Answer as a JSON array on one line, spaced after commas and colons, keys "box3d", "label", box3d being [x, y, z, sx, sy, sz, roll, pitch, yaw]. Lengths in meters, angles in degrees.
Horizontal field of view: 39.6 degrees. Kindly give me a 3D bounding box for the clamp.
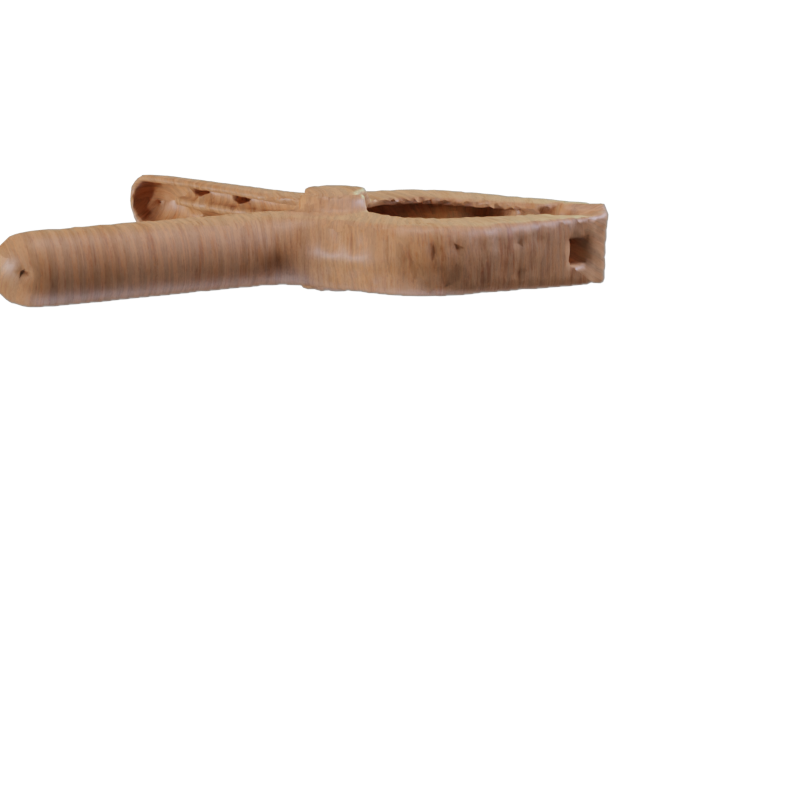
[{"box3d": [-0.032, -0.059, 0.410, 0.214, 0.035, 0.167, 4, 20, 12], "label": "clamp"}]
